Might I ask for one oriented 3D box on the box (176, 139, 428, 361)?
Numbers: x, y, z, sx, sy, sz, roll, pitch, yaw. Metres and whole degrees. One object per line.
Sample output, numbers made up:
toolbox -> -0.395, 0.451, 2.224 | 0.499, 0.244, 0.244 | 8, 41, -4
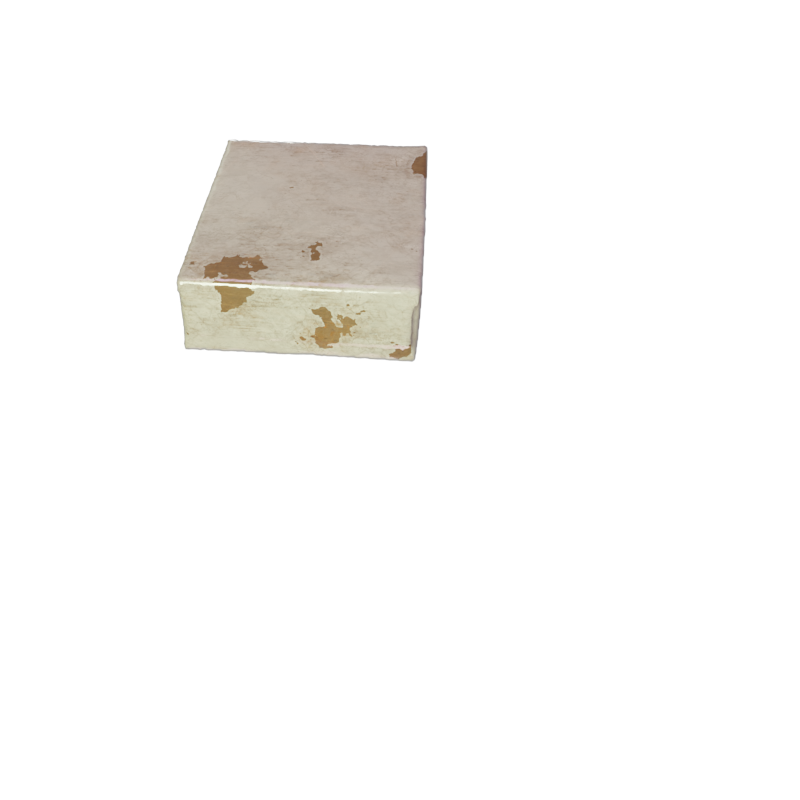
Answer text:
box -> -0.035, -0.065, 0.452 | 0.090, 0.036, 0.120 | 3, 37, 3
